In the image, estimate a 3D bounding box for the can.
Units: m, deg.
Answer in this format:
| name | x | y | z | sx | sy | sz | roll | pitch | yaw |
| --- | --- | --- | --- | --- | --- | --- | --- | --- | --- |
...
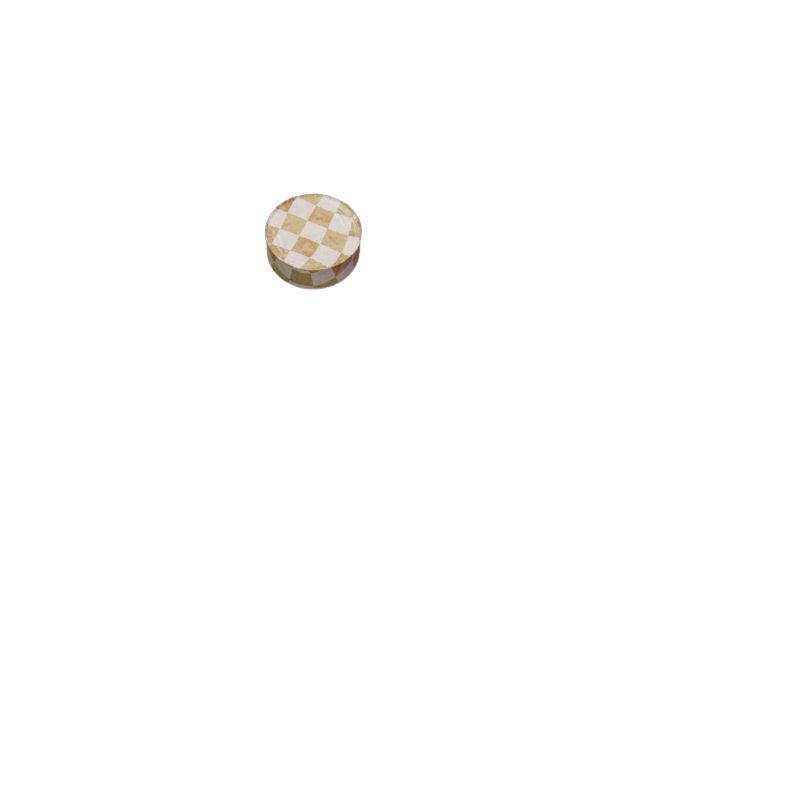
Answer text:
| name | x | y | z | sx | sy | sz | roll | pitch | yaw |
| --- | --- | --- | --- | --- | --- | --- | --- | --- | --- |
| can | -0.077 | -0.141 | 0.989 | 0.086 | 0.092 | 0.031 | -1 | -35 | -1 |
